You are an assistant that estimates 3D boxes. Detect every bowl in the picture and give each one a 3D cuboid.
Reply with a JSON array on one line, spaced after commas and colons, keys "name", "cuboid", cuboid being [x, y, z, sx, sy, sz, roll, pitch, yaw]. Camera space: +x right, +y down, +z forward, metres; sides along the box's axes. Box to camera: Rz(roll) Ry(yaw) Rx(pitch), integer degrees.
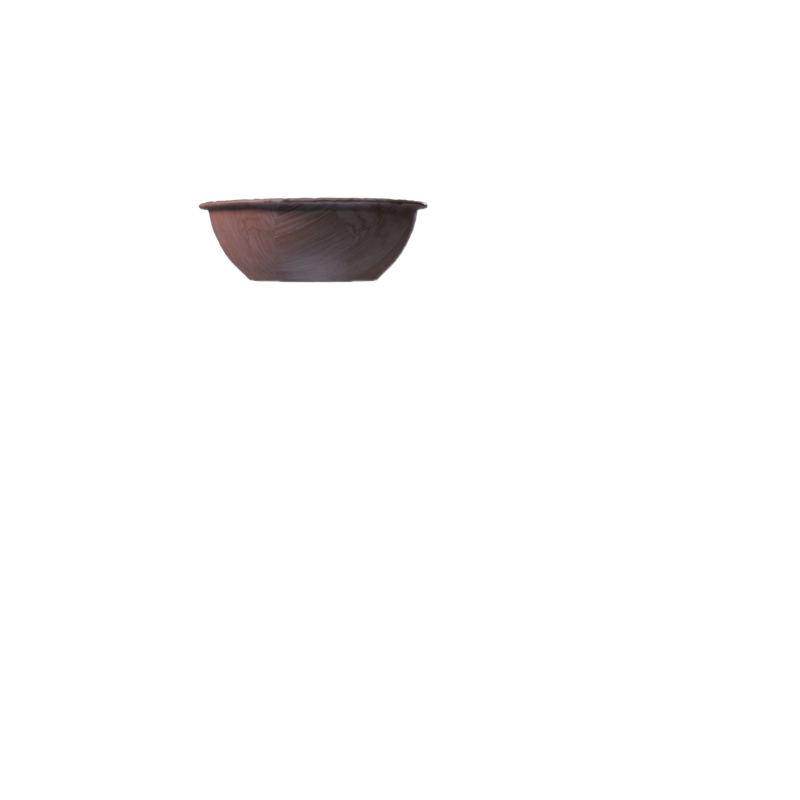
[{"name": "bowl", "cuboid": [-0.061, -0.112, 0.782, 0.162, 0.055, 0.164, 0, 7, -2]}]
